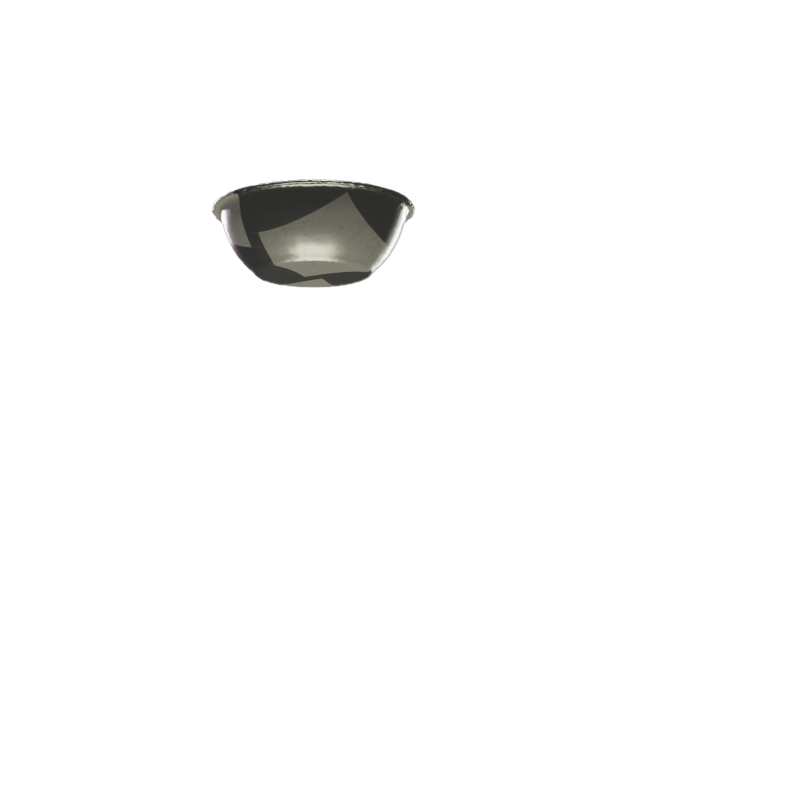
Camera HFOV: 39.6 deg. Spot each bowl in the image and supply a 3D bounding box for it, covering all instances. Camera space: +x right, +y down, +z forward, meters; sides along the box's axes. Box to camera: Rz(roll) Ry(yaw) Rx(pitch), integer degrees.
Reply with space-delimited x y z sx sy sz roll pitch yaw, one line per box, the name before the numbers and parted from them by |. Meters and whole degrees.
bowl | -0.069 -0.125 0.879 0.162 0.057 0.158 0 -8 -2
